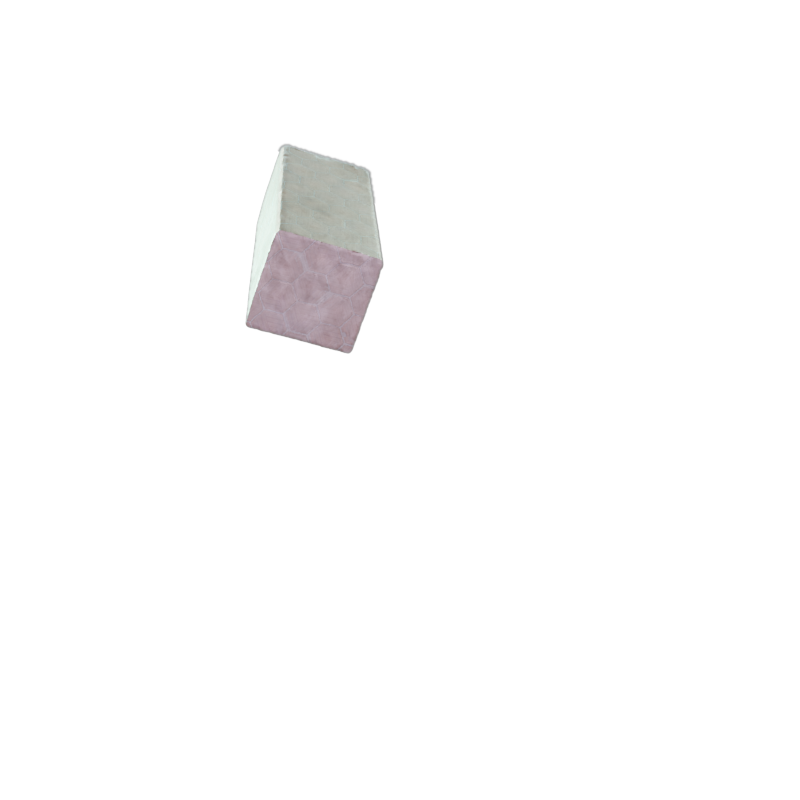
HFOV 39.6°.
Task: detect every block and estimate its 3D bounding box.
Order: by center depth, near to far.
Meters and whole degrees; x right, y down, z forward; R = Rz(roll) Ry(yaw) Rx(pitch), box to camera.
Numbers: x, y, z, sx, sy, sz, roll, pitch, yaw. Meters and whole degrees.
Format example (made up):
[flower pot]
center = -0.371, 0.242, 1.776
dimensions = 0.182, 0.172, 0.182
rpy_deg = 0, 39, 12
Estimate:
[block]
center = -0.075, -0.138, 0.961
dimensions = 0.089, 0.087, 0.218
rpy_deg = 15, 27, -12
